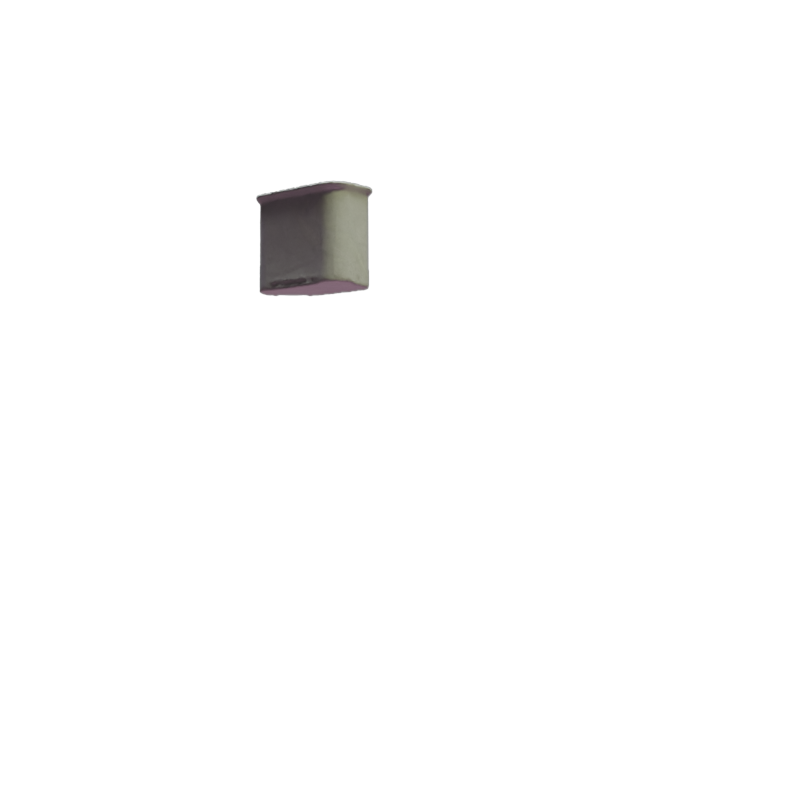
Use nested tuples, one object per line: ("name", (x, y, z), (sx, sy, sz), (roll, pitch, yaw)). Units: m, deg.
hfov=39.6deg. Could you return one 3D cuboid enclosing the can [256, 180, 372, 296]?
("can", (-0.072, -0.132, 0.927), (0.105, 0.086, 0.055), (-5, -8, 40))
